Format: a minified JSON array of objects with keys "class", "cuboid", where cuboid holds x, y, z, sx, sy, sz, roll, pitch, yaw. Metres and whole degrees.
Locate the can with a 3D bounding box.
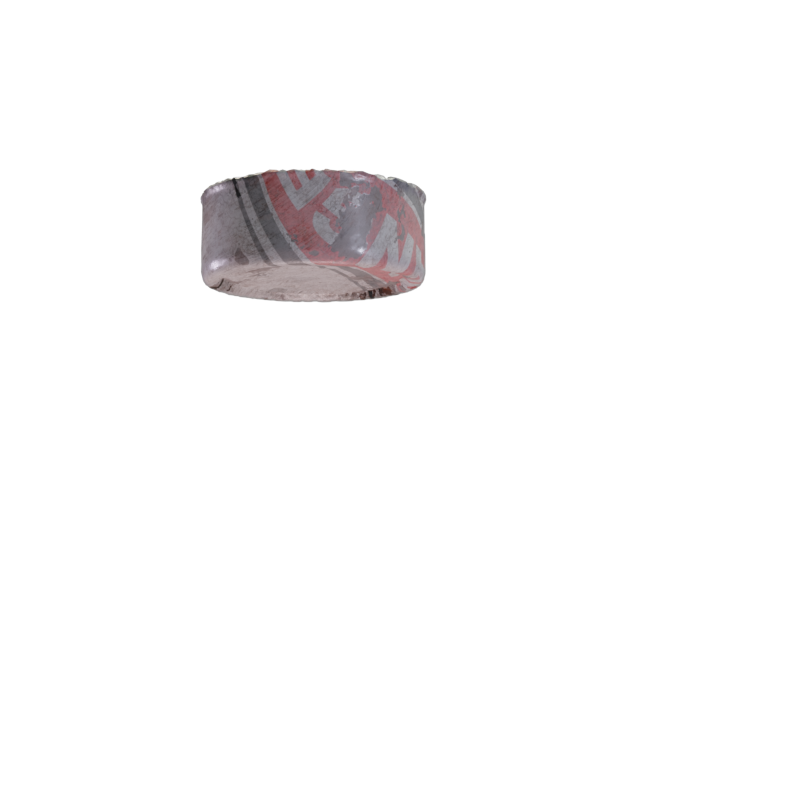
[{"class":"can","cuboid":[-0.033,-0.060,0.420,0.086,0.034,0.084,0,-6,-2]}]
